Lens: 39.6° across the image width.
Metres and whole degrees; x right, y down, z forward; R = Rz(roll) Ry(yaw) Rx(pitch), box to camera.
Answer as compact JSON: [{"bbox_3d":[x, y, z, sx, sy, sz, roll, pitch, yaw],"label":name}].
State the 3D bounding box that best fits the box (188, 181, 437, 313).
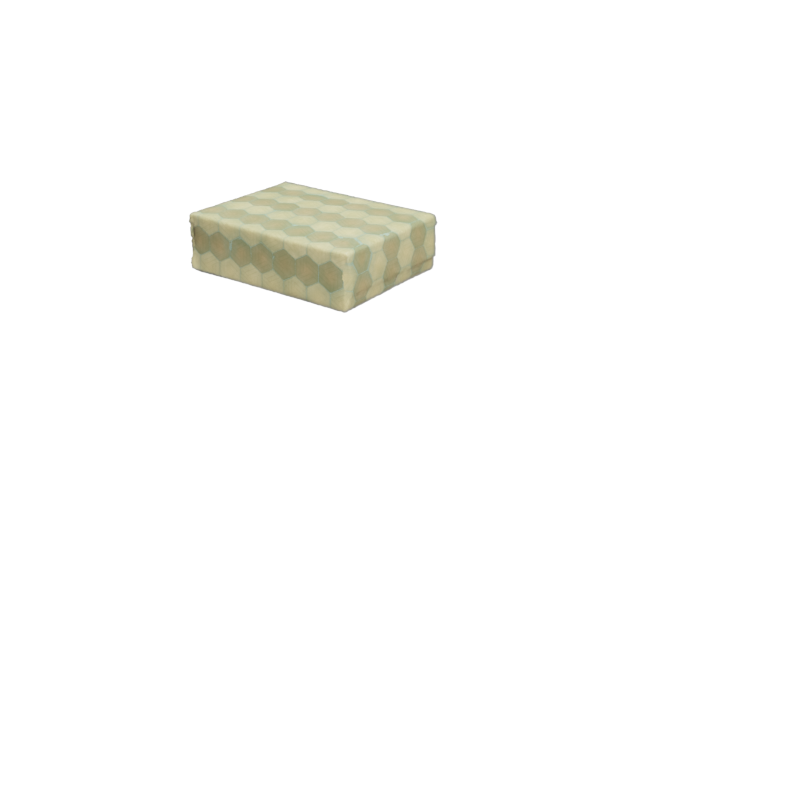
[{"bbox_3d":[-0.049,-0.090,0.632,0.119,0.037,0.089,15,27,32],"label":"box"}]
